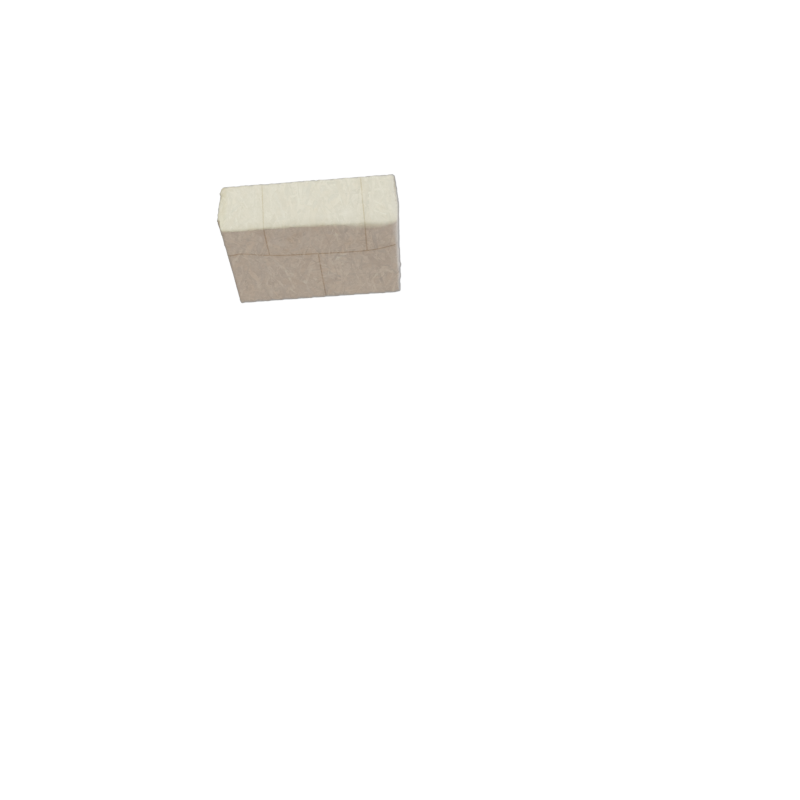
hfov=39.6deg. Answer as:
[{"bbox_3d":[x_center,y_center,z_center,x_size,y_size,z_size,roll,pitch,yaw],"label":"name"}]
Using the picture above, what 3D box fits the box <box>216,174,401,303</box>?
[{"bbox_3d":[-0.057,-0.103,0.722,0.114,0.041,0.084,-2,-28,3],"label":"box"}]
